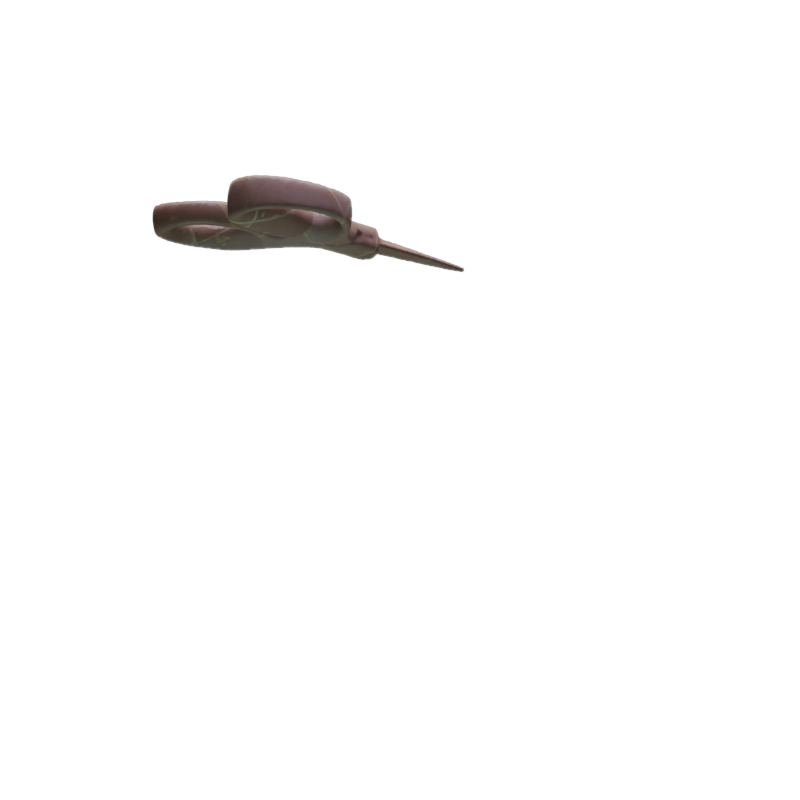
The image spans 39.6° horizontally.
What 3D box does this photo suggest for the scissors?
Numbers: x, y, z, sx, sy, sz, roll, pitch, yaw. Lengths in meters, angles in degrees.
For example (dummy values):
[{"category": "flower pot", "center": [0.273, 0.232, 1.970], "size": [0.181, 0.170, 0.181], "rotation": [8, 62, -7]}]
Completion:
[{"category": "scissors", "center": [-0.041, -0.075, 0.524], "size": [0.098, 0.016, 0.193], "rotation": [-1, -4, 19]}]
